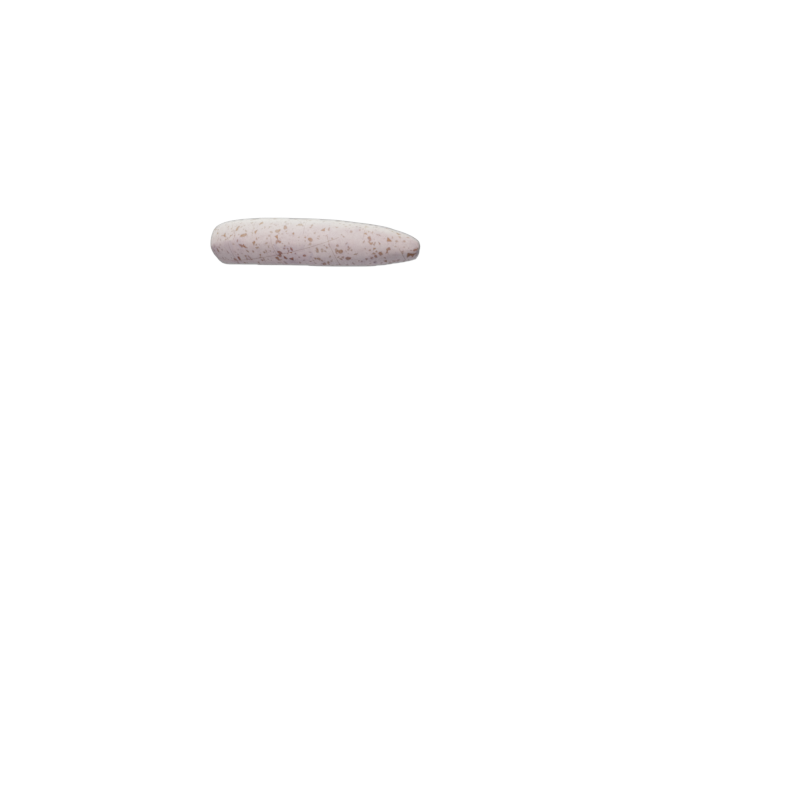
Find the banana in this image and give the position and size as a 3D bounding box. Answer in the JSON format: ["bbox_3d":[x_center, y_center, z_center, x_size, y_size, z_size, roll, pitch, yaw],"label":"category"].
[{"bbox_3d":[-0.081,-0.121,0.849,0.206,0.036,0.067,6,9,39],"label":"banana"}]
